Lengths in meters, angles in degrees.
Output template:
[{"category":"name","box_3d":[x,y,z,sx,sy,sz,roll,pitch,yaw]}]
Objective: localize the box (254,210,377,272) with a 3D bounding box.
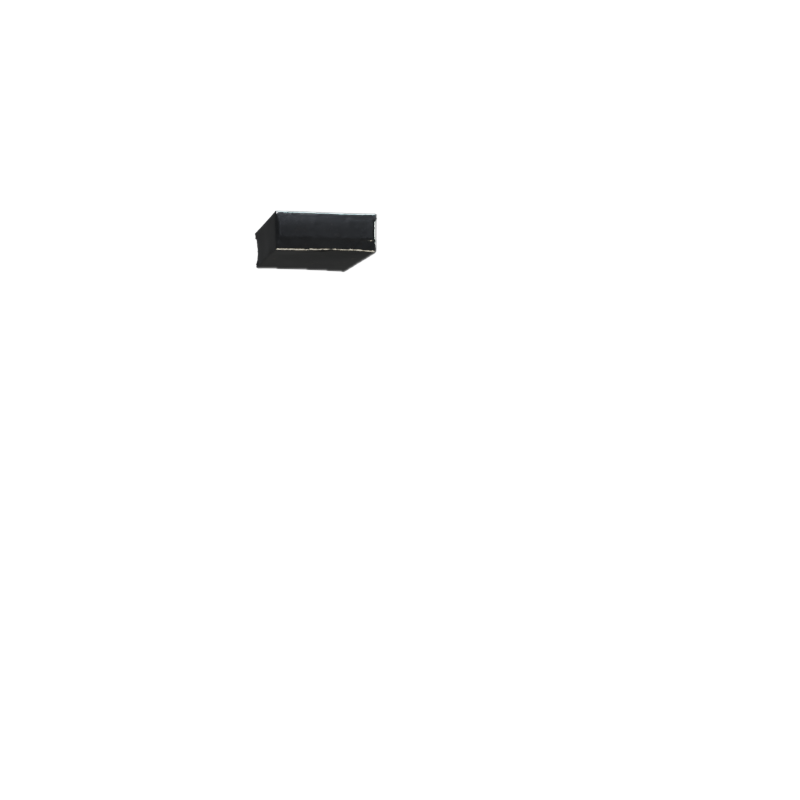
[{"category":"box","box_3d":[-0.077,-0.141,0.989,0.088,0.040,0.113,1,-5,-15]}]
